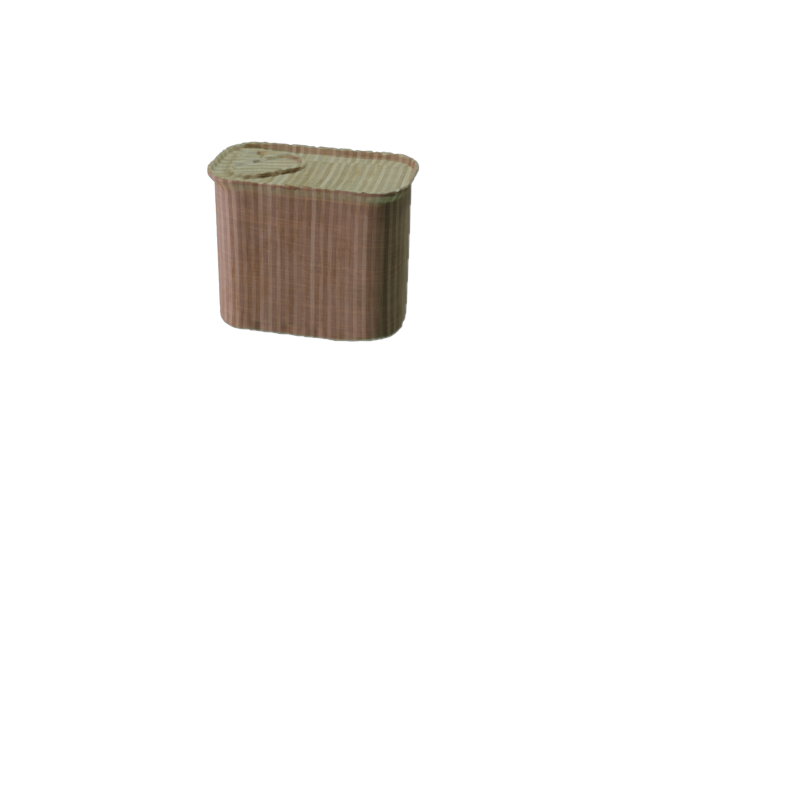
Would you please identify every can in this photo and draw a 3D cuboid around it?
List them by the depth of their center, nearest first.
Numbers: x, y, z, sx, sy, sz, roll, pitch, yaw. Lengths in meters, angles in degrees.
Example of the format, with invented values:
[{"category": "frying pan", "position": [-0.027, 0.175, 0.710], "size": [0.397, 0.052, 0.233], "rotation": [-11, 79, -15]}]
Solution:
[{"category": "can", "position": [-0.044, -0.080, 0.563], "size": [0.104, 0.079, 0.060], "rotation": [7, 28, 12]}]
